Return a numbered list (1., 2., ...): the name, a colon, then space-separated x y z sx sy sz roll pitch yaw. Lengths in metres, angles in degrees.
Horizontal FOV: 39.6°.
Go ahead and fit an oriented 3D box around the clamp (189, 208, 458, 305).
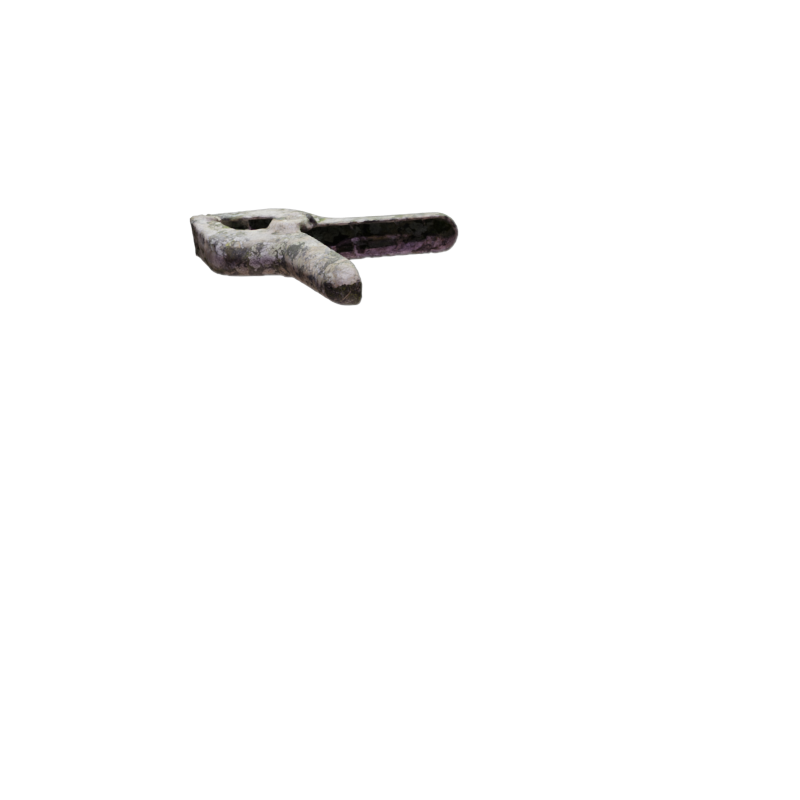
1. clamp: -0.054 -0.098 0.685 0.181 0.038 0.118 18 27 39
